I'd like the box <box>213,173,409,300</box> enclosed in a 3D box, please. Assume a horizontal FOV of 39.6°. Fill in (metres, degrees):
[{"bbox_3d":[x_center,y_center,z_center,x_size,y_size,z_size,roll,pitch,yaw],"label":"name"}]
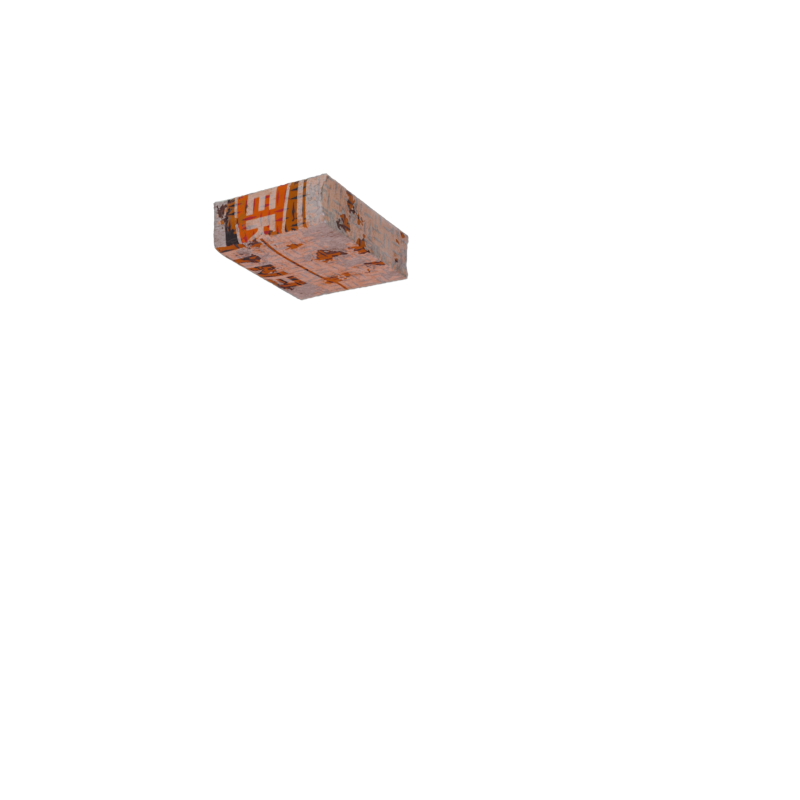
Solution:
[{"bbox_3d":[-0.059,-0.107,0.748,0.092,0.041,0.106,-10,-19,29],"label":"box"}]
